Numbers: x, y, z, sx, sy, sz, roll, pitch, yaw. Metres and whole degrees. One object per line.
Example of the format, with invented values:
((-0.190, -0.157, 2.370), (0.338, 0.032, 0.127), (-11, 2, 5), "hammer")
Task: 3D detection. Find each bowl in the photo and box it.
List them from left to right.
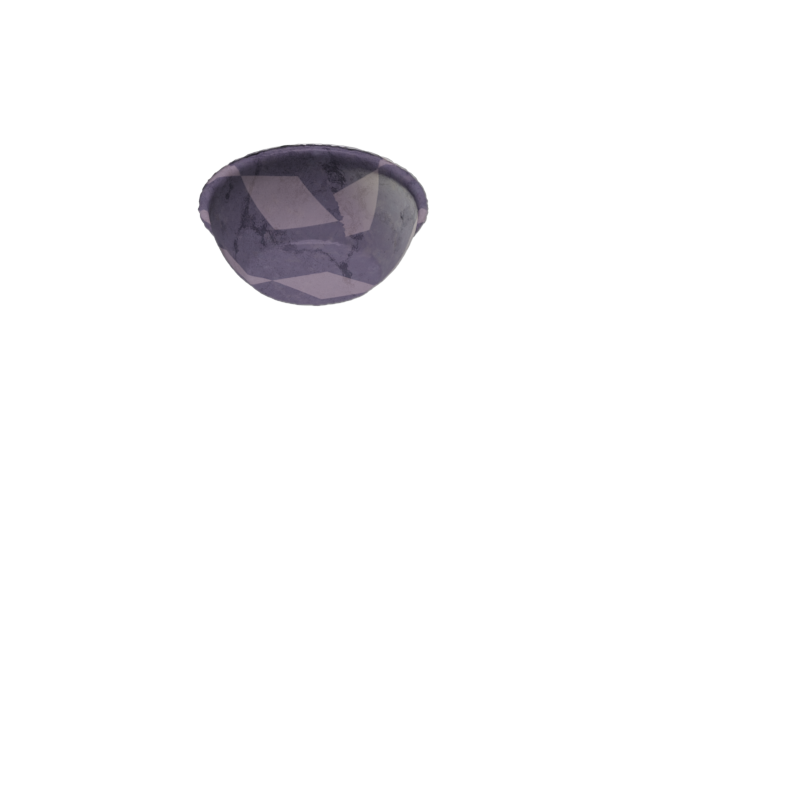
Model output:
((-0.060, -0.110, 0.768), (0.162, 0.058, 0.153), (1, -25, -2), "bowl")
